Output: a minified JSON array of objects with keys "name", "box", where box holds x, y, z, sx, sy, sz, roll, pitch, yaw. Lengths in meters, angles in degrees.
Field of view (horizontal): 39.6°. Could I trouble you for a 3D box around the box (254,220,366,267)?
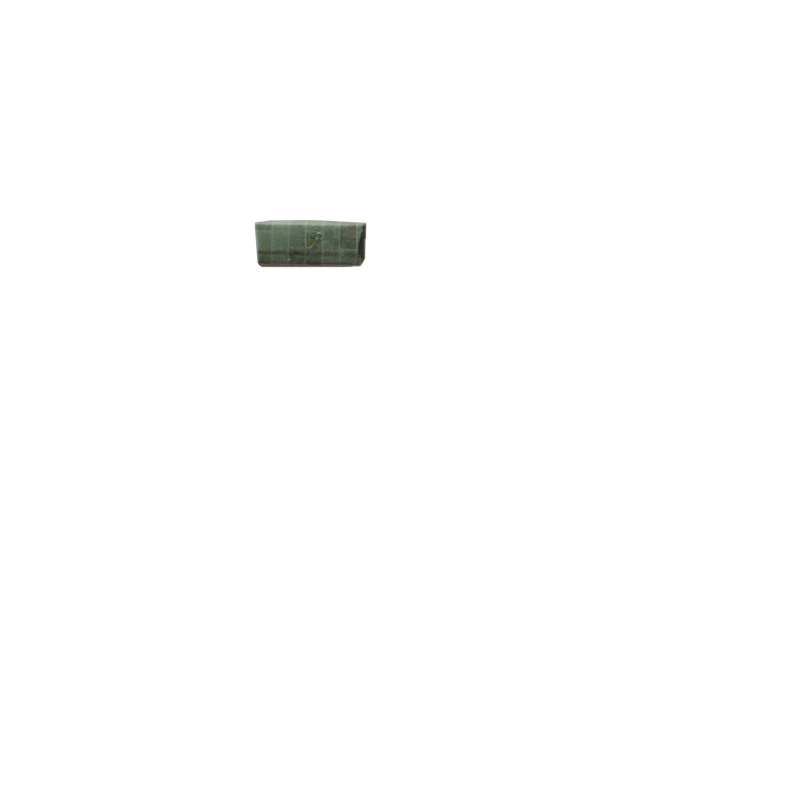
[{"name":"box","box":[-0.074,-0.135,0.949,0.090,0.038,0.115,0,11,1]}]
